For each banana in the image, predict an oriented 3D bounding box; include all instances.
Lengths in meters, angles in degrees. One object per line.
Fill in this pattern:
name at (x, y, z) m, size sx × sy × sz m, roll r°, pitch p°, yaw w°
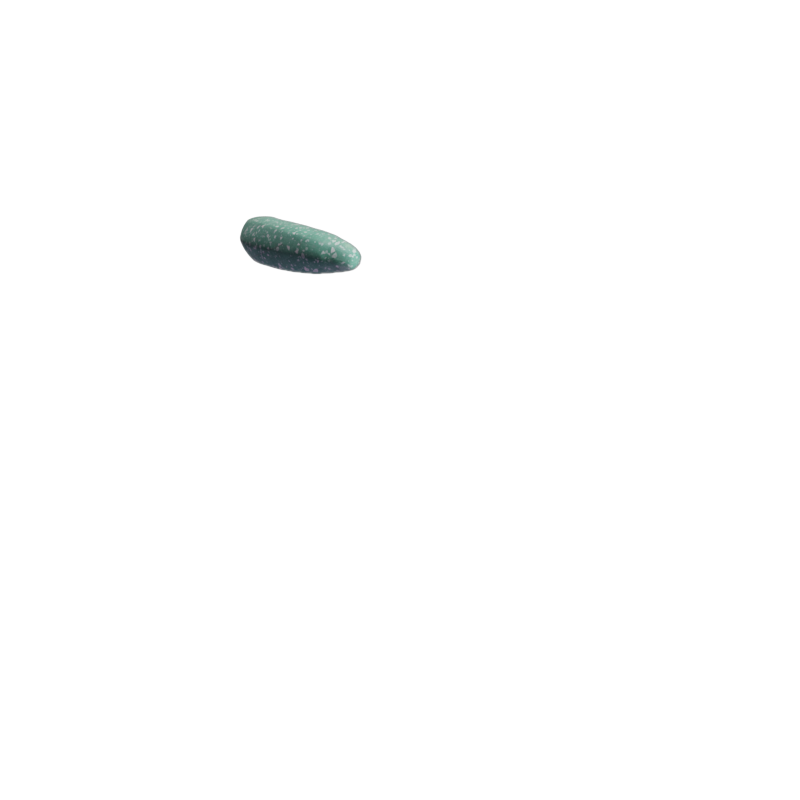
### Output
banana at (-0.087, -0.123, 0.864) m, size 0.068 × 0.036 × 0.205 m, roll -3°, pitch 13°, yaw -15°
